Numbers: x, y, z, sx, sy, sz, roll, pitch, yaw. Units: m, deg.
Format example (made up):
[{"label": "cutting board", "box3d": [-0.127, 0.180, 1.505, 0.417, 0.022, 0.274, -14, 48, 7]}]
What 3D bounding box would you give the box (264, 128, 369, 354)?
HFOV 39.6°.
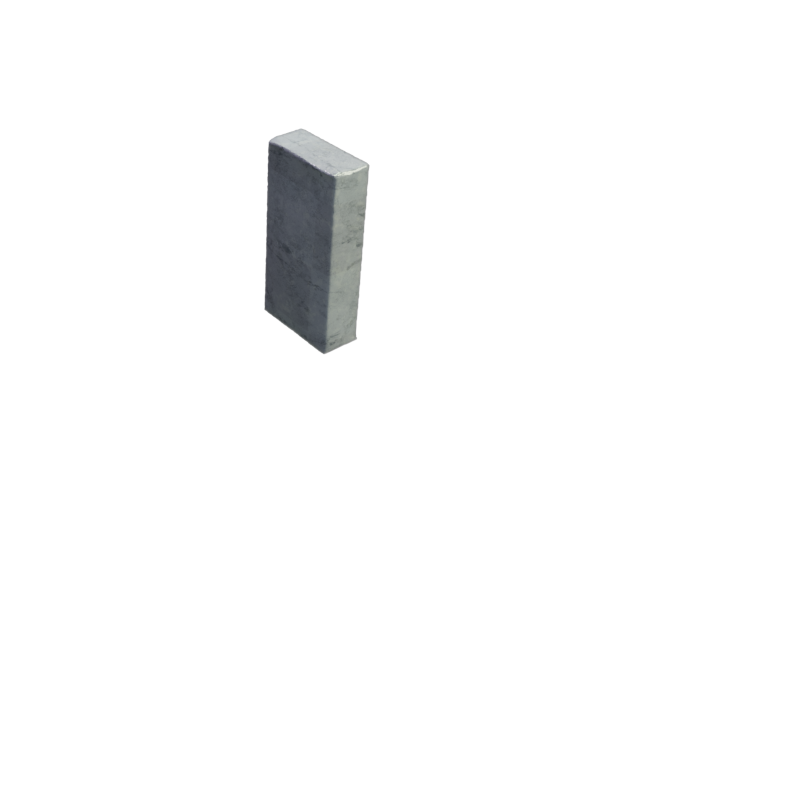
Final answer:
[{"label": "box", "box3d": [-0.076, -0.138, 0.969, 0.048, 0.165, 0.100, -23, 41, -34]}]
